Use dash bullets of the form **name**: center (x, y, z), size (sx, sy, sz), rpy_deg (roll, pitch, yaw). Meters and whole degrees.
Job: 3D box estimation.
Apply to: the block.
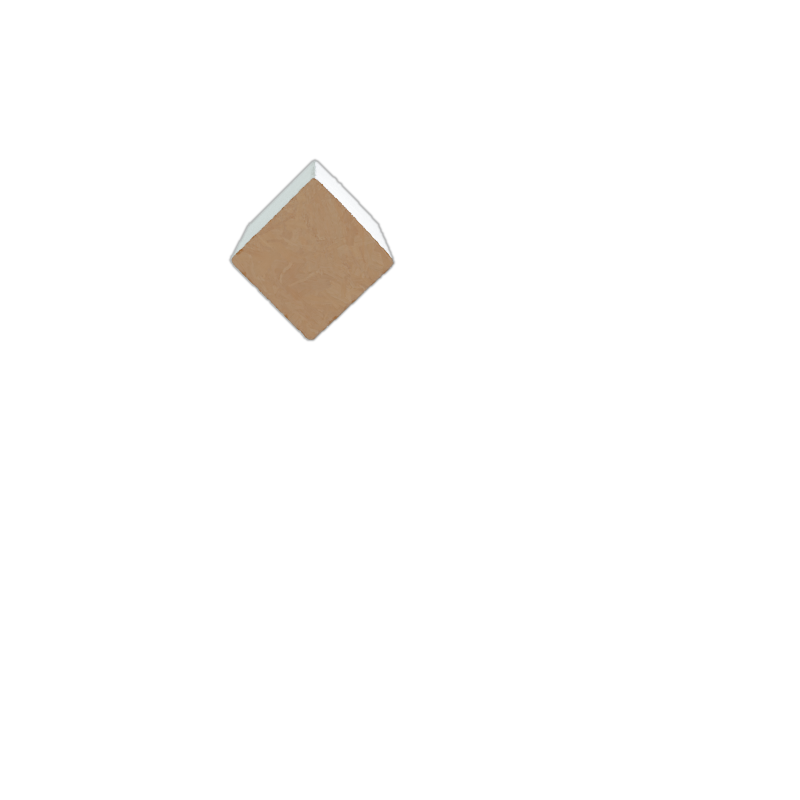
- **block**: center (-0.071, -0.130, 0.915), size (0.090, 0.088, 0.212), rpy_deg (-43, 13, 7)
